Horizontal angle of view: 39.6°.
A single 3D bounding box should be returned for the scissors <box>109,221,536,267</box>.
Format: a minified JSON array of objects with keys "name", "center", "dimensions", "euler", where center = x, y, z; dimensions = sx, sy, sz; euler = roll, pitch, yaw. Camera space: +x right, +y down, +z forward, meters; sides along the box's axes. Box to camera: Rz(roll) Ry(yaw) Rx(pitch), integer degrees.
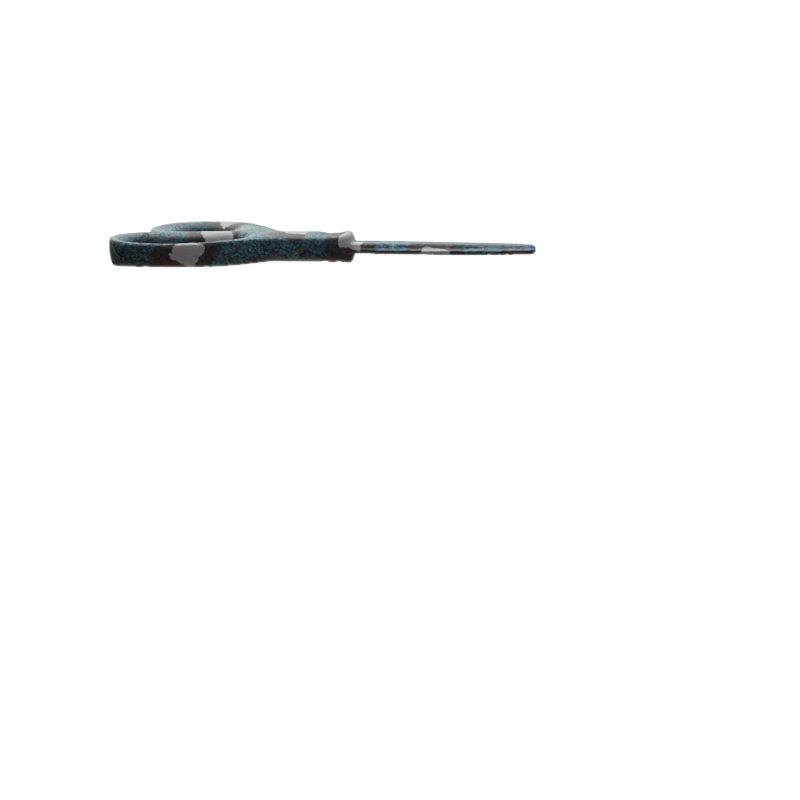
[{"name":"scissors","center":[-0.044,-0.080,0.560],"dimensions":[0.199,0.015,0.100],"euler":[-3,16,-9]}]
